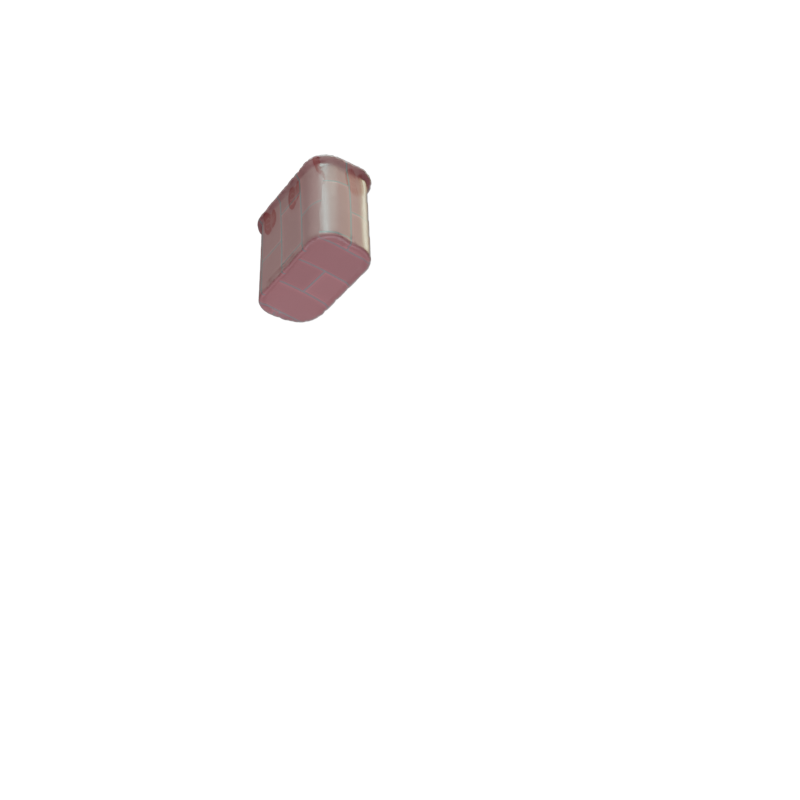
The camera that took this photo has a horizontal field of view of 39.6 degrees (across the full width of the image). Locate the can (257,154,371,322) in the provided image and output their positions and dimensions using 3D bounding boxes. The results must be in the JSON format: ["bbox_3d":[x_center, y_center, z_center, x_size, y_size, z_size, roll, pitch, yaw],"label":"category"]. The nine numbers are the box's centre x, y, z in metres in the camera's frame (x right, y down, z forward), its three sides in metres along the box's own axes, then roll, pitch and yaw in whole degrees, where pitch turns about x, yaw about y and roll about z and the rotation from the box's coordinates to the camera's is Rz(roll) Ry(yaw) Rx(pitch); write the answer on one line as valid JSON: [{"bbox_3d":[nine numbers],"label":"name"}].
[{"bbox_3d":[-0.065,-0.119,0.831,0.055,0.090,0.100,24,-47,-27],"label":"can"}]
